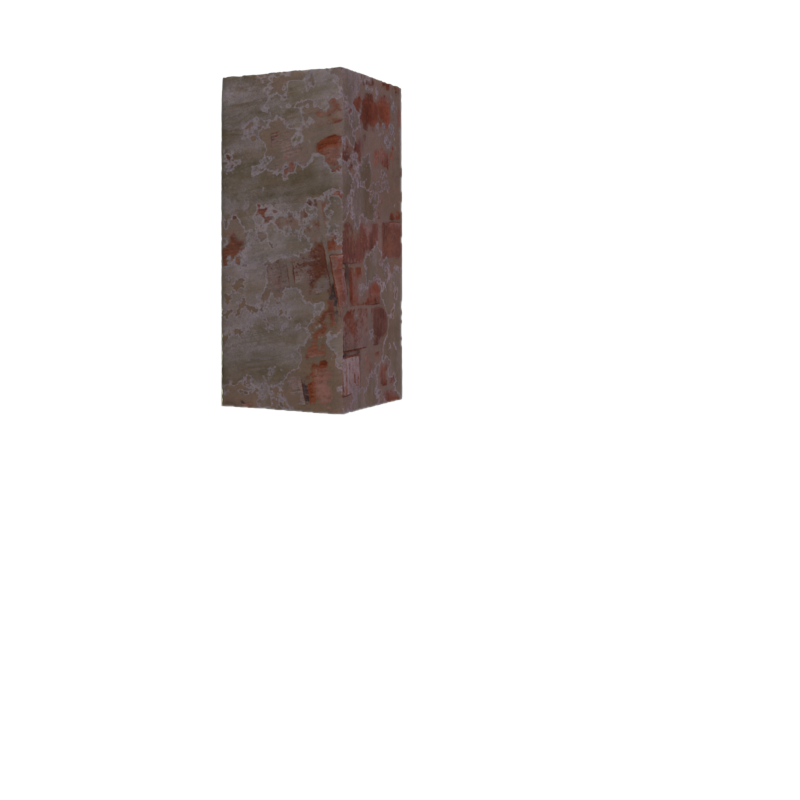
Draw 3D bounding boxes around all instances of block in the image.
[{"bbox_3d":[-0.056,-0.102,0.713,0.093,0.207,0.088,0,0,26],"label":"block"}]
